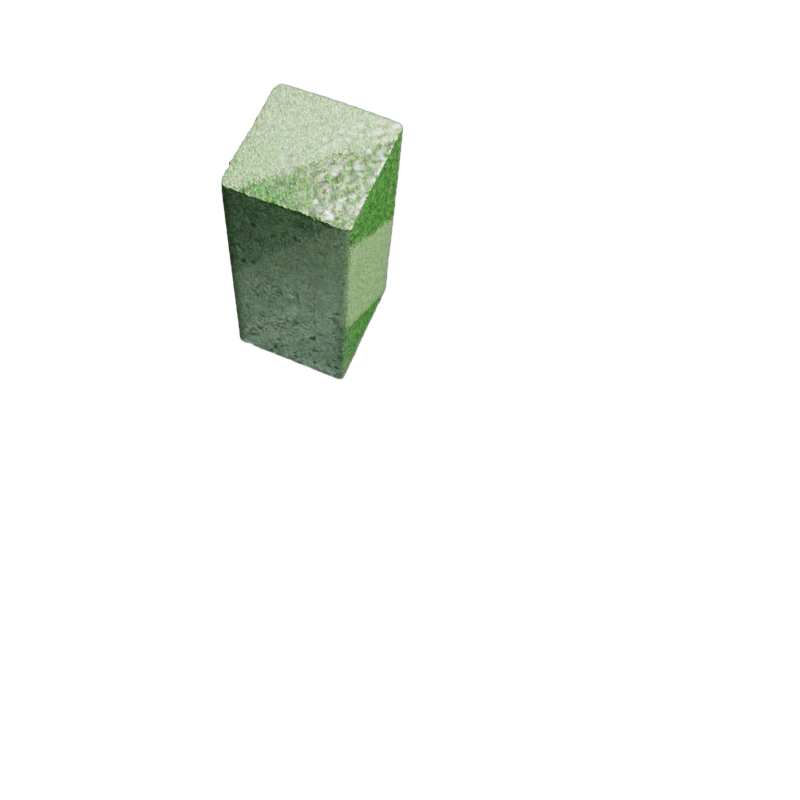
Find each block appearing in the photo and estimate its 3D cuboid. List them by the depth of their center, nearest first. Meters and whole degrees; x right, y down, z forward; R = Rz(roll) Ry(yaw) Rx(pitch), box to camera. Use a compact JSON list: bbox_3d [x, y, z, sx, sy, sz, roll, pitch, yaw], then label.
[{"bbox_3d":[-0.061,-0.110,0.771,0.092,0.094,0.194,21,-26,7],"label":"block"}]
